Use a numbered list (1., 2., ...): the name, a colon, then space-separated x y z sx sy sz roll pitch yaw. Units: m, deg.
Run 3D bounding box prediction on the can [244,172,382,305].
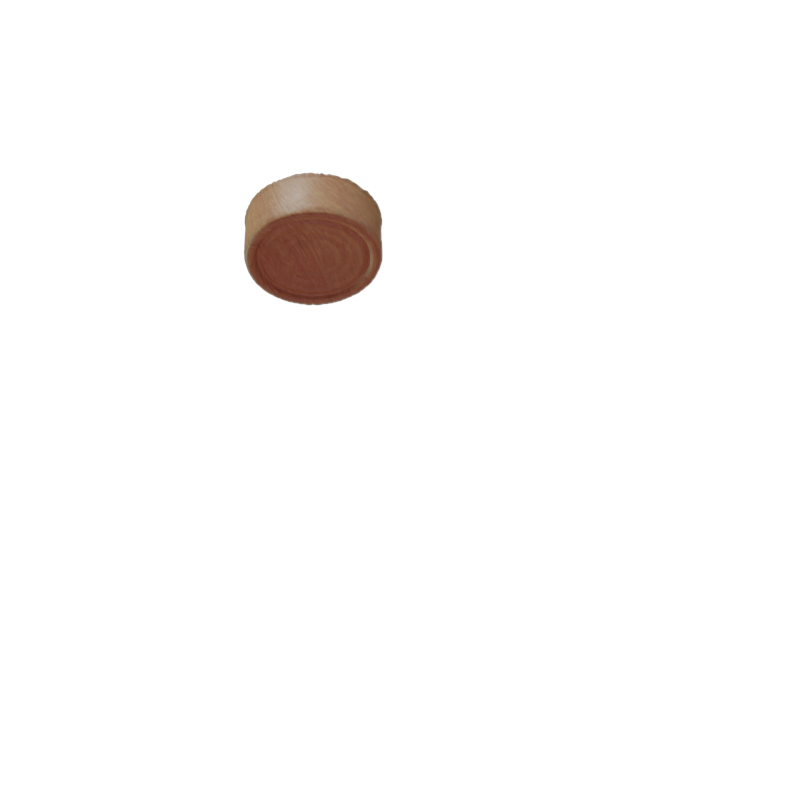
1. can: -0.053 -0.097 0.681 0.086 0.036 0.080 1 -39 -2
